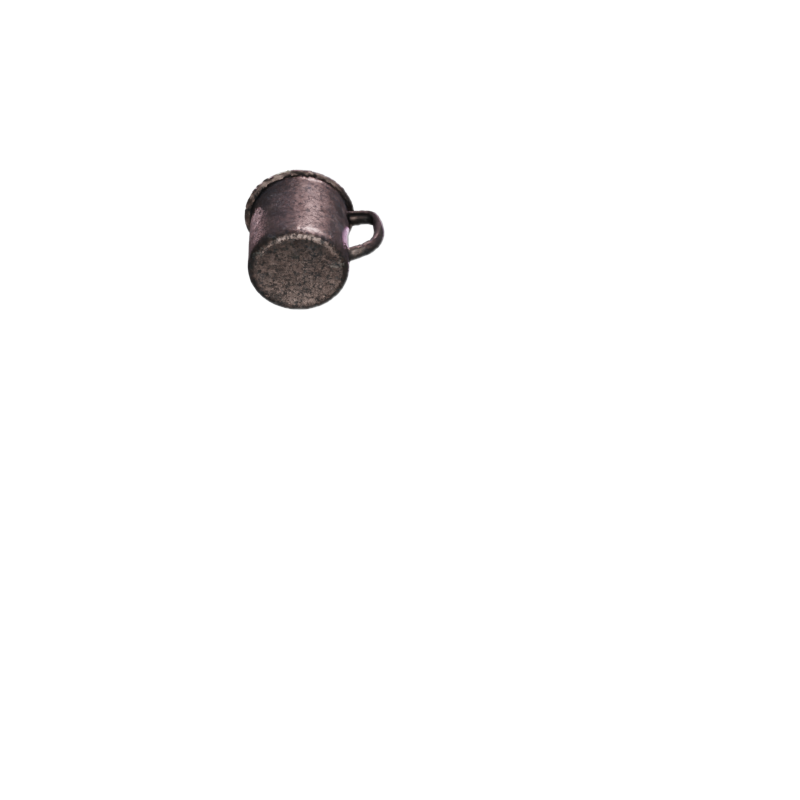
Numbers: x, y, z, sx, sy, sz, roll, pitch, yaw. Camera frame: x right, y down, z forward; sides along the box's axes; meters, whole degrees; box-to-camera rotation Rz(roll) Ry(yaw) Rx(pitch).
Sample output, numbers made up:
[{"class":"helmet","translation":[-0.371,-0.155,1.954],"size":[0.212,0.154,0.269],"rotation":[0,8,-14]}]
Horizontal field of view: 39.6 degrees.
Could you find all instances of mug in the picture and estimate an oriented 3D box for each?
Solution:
[{"class":"mug","translation":[-0.071,-0.130,0.908],"size":[0.117,0.087,0.087],"rotation":[-6,40,3]}]
